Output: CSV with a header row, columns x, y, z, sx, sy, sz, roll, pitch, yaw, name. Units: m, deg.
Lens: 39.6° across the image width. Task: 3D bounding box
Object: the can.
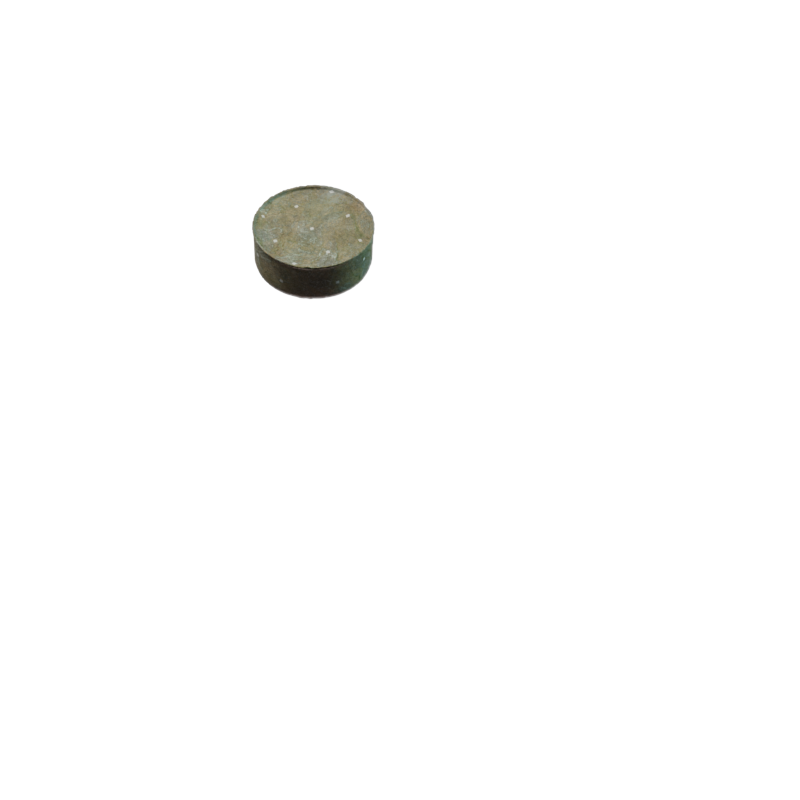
x,y,z,sx,sy,sz,roll,pitch,yaw,name
-0.062,-0.112,0.786,0.086,0.092,0.031,-1,-43,-1,can
